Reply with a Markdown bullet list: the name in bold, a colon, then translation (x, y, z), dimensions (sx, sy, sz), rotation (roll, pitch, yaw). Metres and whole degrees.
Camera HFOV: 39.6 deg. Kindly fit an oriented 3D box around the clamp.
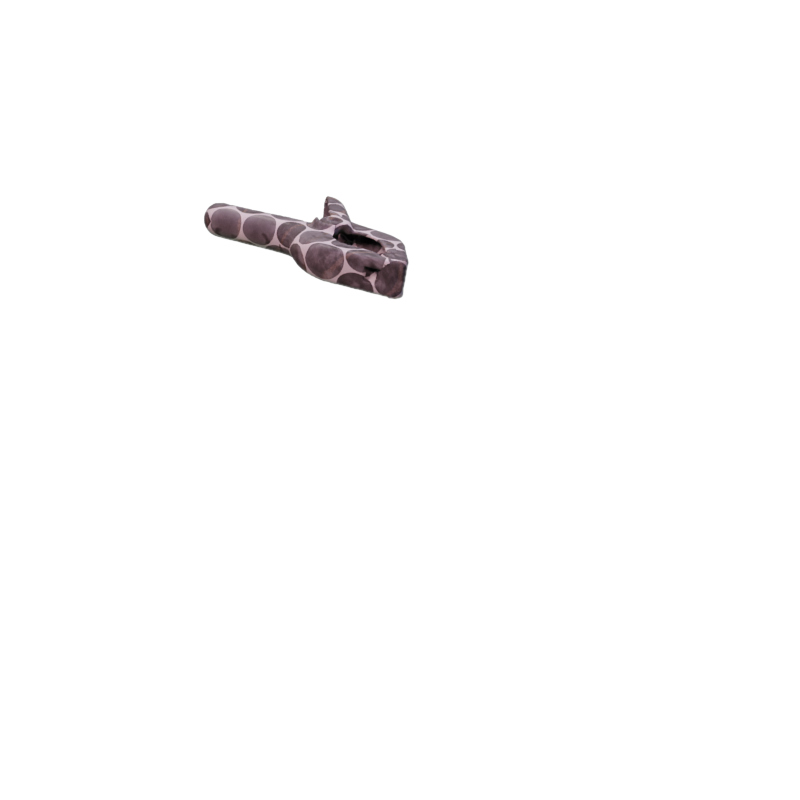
- **clamp**: translation (-0.062, -0.112, 0.787), dimensions (0.118, 0.037, 0.183), rotation (-12, 26, -25)
